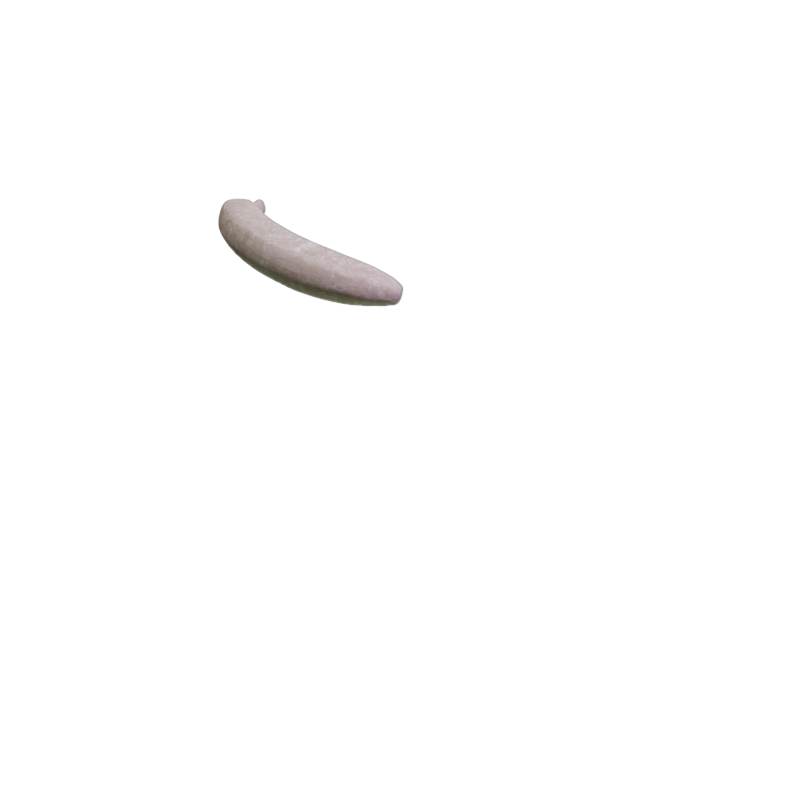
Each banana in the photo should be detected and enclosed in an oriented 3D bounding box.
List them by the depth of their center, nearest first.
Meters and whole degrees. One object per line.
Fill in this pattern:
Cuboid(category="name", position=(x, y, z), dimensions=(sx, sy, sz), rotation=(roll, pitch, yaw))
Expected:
Cuboid(category="banana", position=(-0.081, -0.113, 0.813), dimensions=(0.069, 0.035, 0.213), rotation=(-20, 38, -29))
